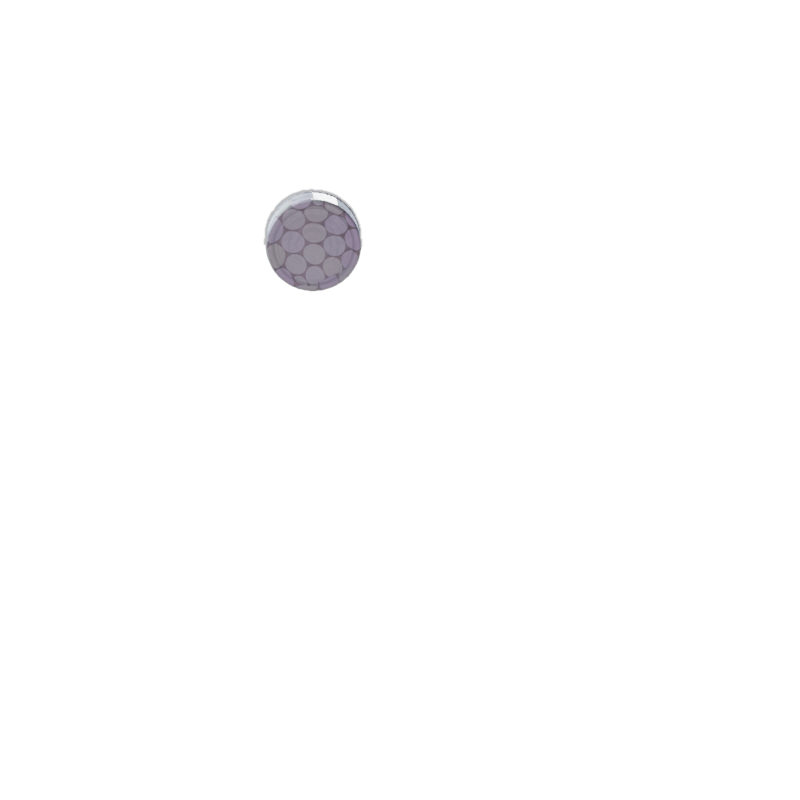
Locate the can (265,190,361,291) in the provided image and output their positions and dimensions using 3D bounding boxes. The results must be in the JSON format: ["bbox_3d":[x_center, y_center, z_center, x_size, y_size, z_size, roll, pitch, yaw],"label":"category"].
[{"bbox_3d":[-0.077,-0.141,0.989,0.086,0.082,0.035,0,18,-1],"label":"can"}]
